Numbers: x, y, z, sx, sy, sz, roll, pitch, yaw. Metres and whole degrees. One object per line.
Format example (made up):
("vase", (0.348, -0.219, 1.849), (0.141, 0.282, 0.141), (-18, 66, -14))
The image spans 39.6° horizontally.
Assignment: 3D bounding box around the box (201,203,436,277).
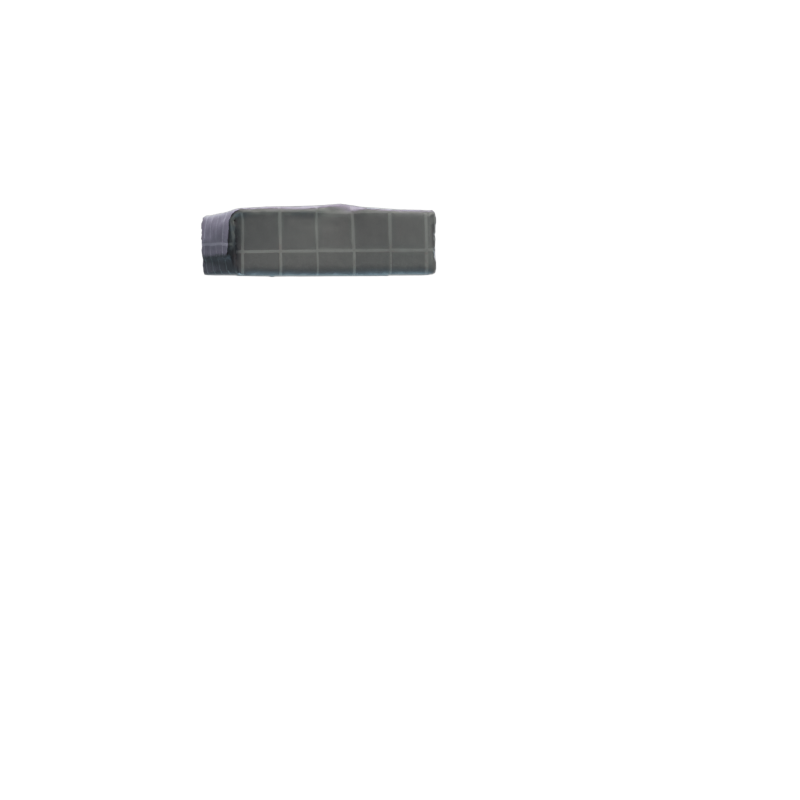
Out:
("box", (-0.038, -0.069, 0.486), (0.087, 0.030, 0.075), (-2, 6, -17))
